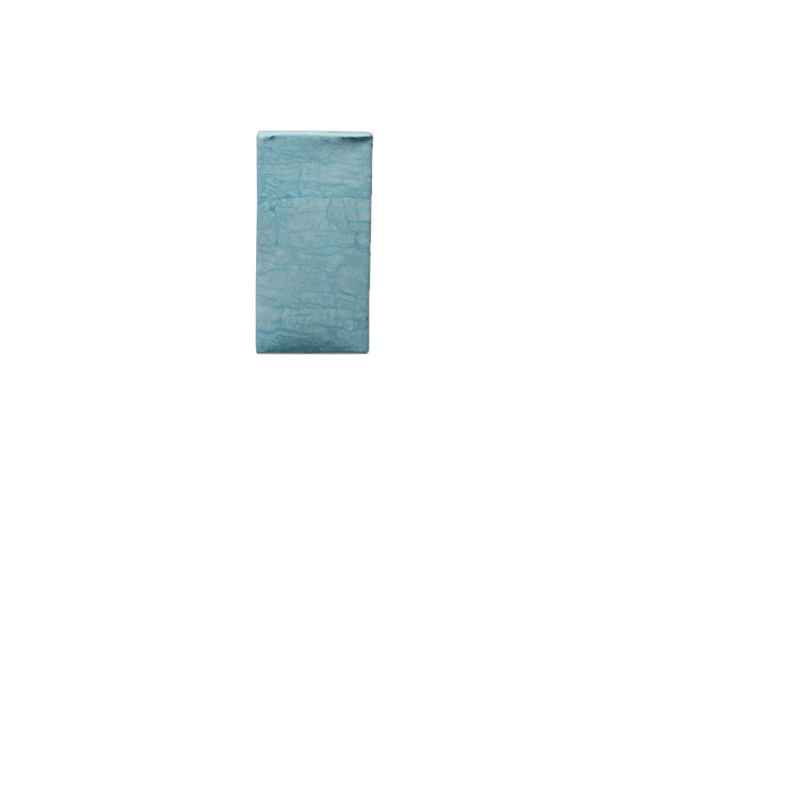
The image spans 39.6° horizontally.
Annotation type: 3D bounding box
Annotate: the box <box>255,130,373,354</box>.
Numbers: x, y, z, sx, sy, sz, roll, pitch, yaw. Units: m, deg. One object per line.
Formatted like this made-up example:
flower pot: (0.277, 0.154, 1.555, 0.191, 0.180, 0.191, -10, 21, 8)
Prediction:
box: (-0.070, -0.126, 0.886, 0.093, 0.172, 0.049, 0, 11, -4)
